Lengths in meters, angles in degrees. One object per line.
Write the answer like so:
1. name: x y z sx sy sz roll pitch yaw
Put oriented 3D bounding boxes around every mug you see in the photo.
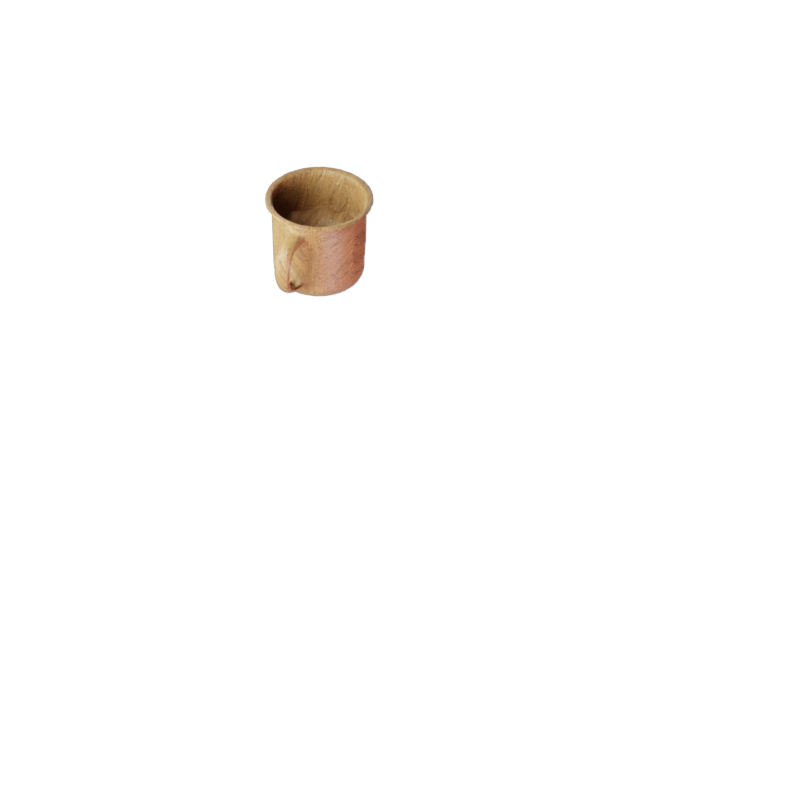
1. mug: -0.075 -0.138 0.963 0.096 0.076 0.122 16 44 16
